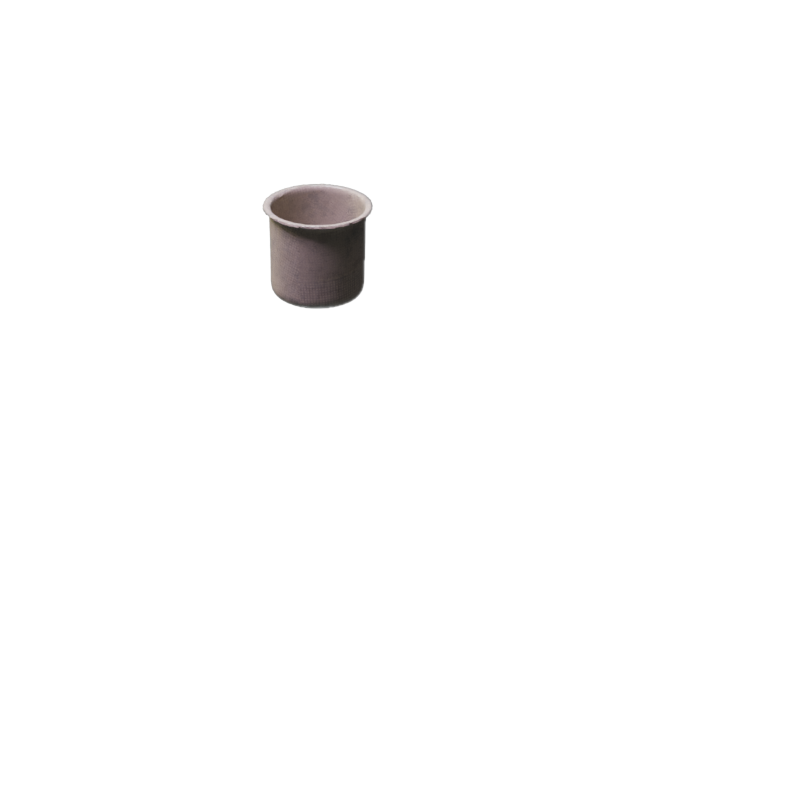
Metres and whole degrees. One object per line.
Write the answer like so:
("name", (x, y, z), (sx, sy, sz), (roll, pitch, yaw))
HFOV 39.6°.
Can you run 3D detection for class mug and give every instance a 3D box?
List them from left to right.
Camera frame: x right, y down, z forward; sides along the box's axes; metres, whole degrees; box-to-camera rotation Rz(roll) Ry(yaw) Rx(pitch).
("mug", (-0.075, -0.137, 0.962), (0.092, 0.077, 0.126), (-10, 32, -18))
